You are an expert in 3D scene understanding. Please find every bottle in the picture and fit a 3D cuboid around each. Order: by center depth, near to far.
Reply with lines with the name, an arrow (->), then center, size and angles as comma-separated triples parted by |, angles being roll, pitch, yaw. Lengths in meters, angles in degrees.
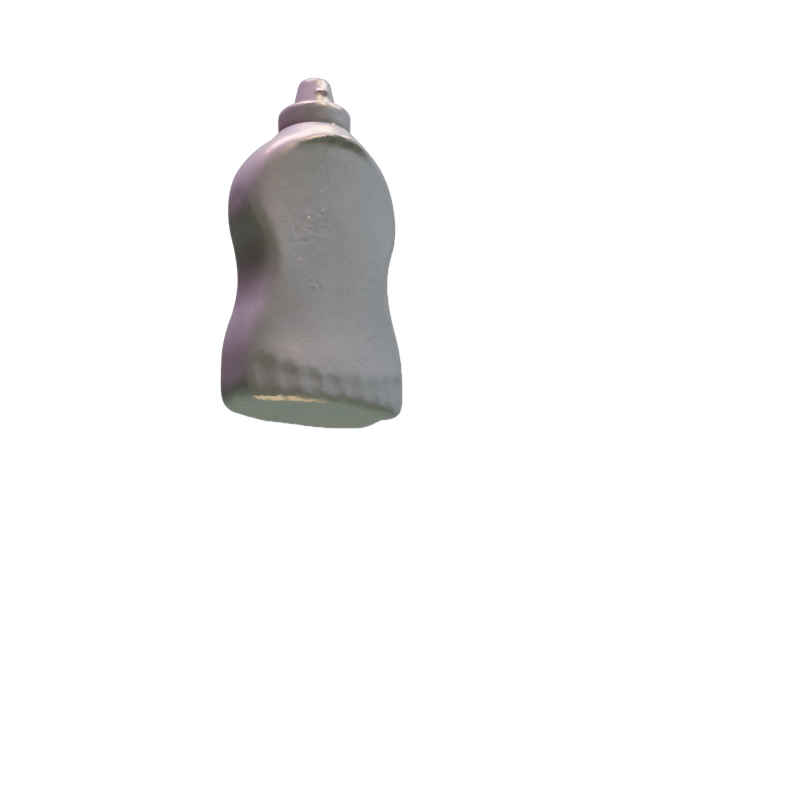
bottle -> -0.047, -0.086, 0.599 | 0.092, 0.201, 0.058 | 10, -23, -30
